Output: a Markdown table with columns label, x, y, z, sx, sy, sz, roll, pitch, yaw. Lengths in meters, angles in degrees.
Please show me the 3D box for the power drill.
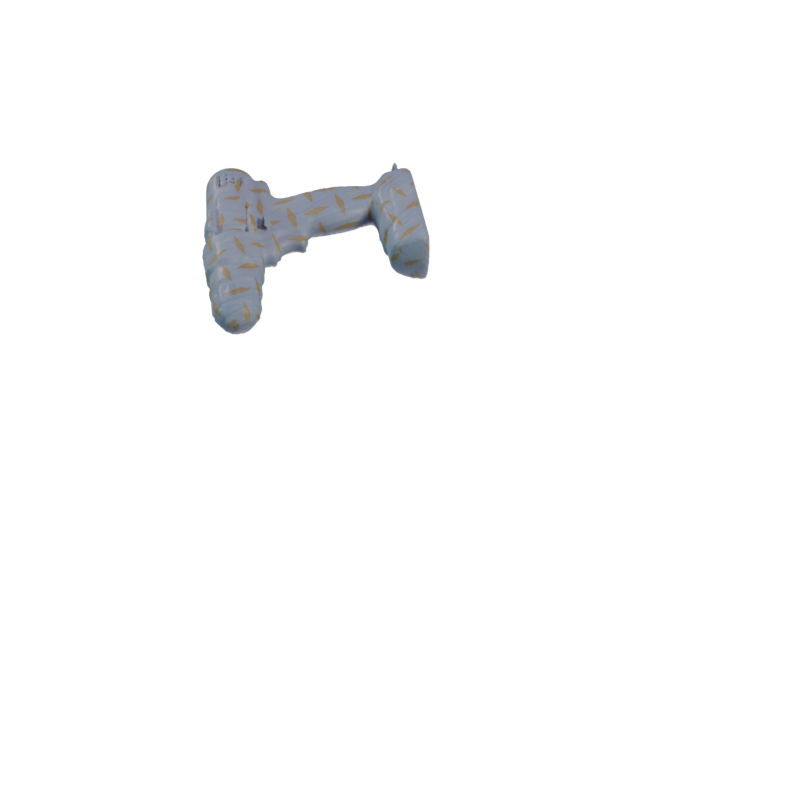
| label | x | y | z | sx | sy | sz | roll | pitch | yaw |
| --- | --- | --- | --- | --- | --- | --- | --- | --- | --- |
| power drill | -0.073 | -0.134 | 0.936 | 0.186 | 0.199 | 0.053 | -5 | -42 | -5 |
